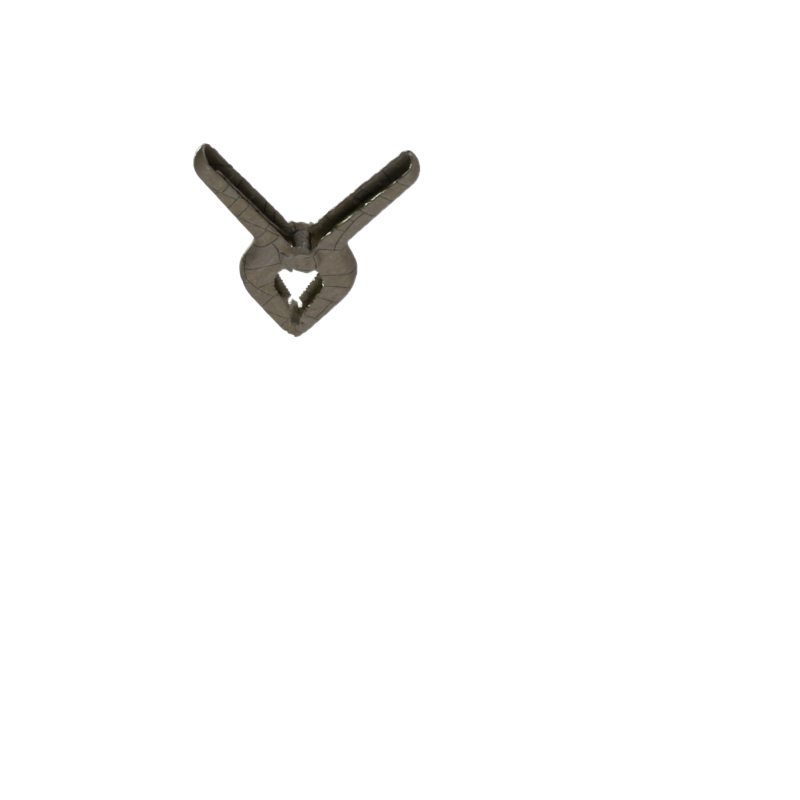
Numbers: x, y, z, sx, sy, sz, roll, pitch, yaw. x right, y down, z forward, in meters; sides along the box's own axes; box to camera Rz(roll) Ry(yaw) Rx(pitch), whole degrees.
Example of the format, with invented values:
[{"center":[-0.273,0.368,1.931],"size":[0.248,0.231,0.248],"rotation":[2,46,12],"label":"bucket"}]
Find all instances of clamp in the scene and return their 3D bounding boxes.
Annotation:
[{"center":[-0.068,-0.124,0.870],"size":[0.165,0.039,0.195],"rotation":[-1,-37,1],"label":"clamp"}]
